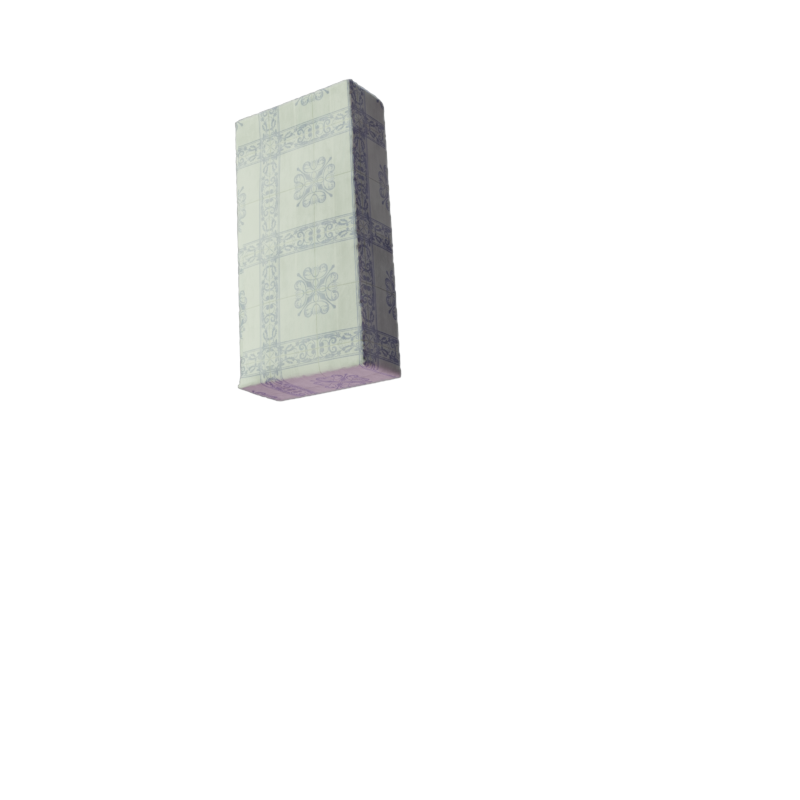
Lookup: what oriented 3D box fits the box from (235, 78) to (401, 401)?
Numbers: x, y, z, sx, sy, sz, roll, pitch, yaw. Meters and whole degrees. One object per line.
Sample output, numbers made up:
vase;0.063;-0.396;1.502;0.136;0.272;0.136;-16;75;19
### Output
box;-0.052;-0.095;0.664;0.095;0.185;0.045;-14;-24;32
